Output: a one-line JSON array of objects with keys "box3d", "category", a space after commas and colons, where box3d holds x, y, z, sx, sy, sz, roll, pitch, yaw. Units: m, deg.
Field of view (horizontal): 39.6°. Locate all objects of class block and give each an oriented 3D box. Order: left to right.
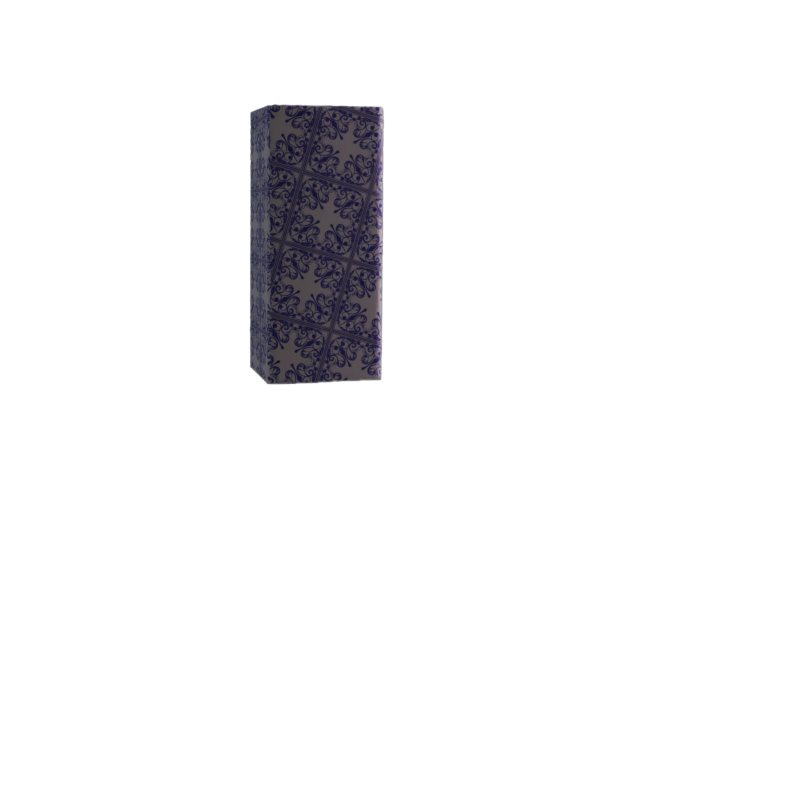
[{"box3d": [-0.067, -0.123, 0.861, 0.088, 0.205, 0.093, -1, 4, -15], "category": "block"}]
